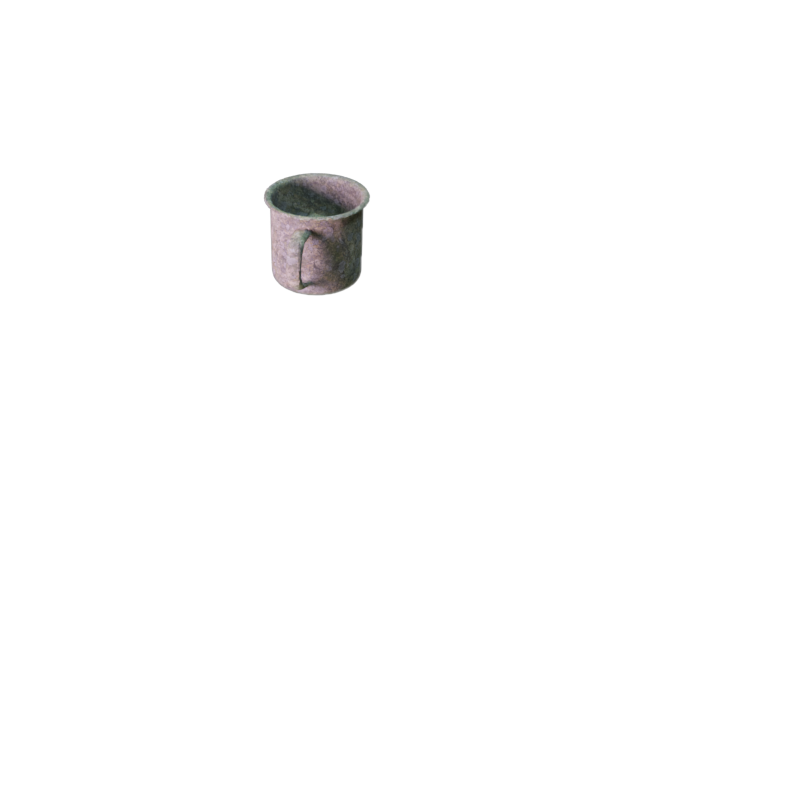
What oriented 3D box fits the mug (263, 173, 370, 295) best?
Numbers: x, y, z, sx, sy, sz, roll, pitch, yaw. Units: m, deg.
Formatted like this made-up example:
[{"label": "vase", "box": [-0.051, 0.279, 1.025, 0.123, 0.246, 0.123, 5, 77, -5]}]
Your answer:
[{"label": "mug", "box": [-0.077, -0.140, 0.978, 0.095, 0.077, 0.123, 7, 34, 9]}]
